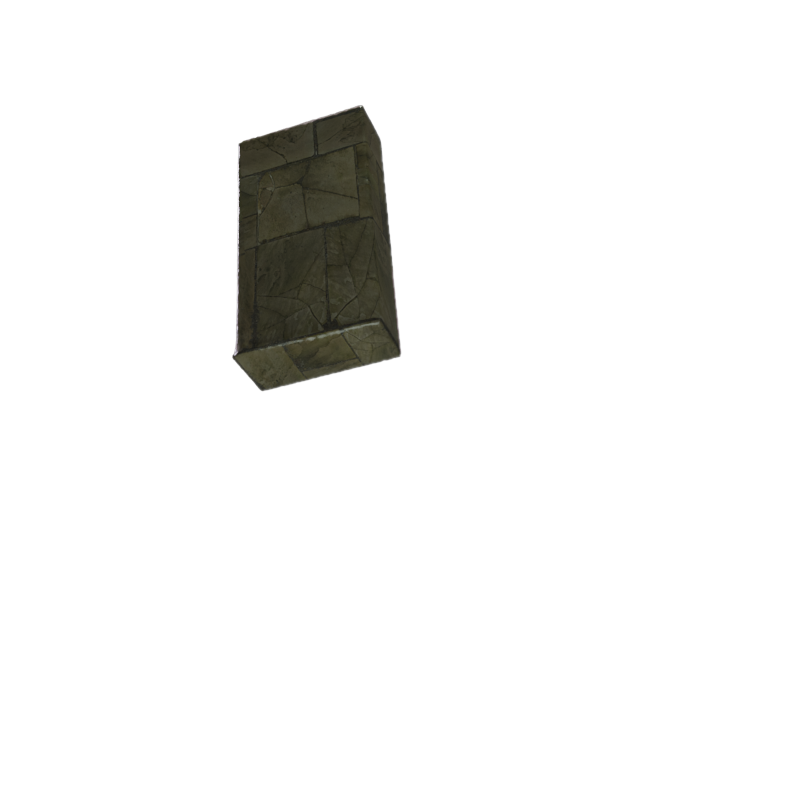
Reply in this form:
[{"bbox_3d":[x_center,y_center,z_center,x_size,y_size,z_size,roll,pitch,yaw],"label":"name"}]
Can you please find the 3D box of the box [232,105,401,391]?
[{"bbox_3d":[-0.054,-0.099,0.692,0.094,0.189,0.044,-15,-40,14],"label":"box"}]
